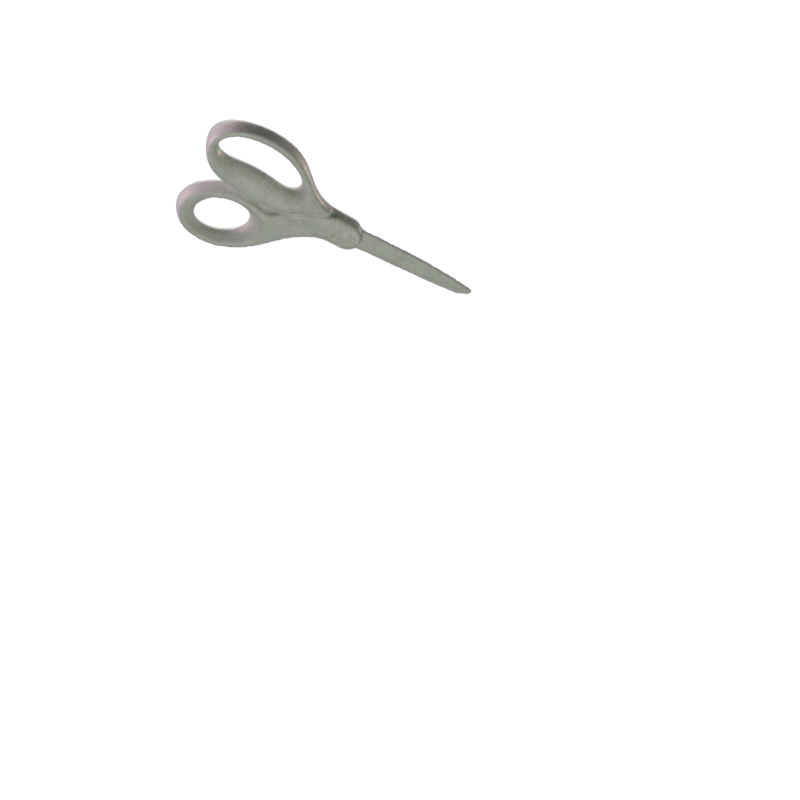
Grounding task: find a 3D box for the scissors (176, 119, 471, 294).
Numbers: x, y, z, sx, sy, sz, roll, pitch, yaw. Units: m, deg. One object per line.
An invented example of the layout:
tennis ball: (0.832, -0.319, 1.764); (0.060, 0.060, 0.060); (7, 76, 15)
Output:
scissors: (-0.054, -0.098, 0.686); (0.096, 0.017, 0.189); (-32, -53, 28)
